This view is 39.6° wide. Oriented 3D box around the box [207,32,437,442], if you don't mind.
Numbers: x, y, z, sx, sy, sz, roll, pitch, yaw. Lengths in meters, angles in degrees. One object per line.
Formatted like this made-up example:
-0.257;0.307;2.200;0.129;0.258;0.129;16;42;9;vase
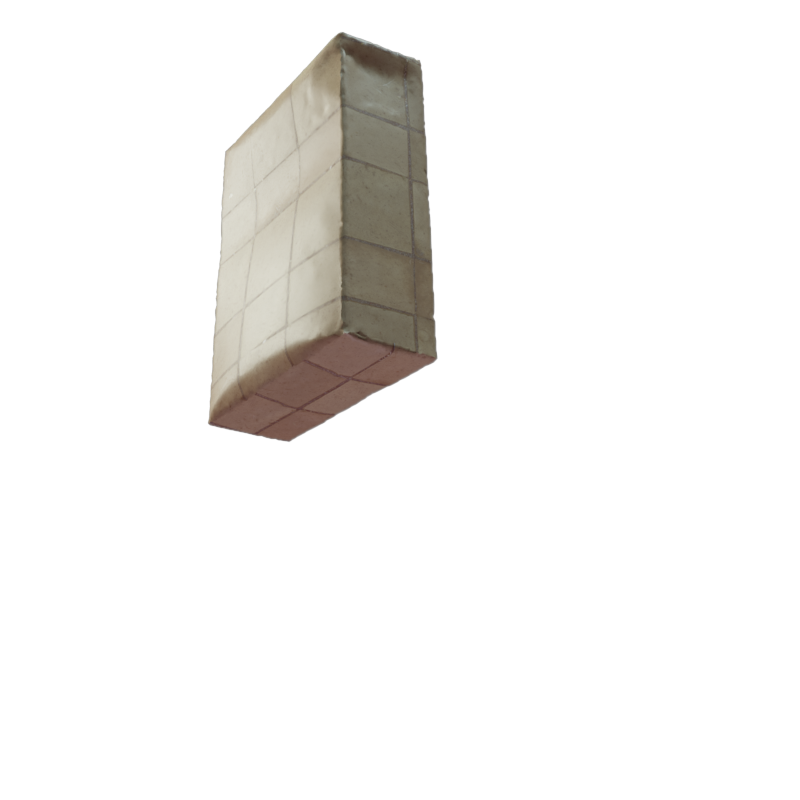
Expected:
-0.056;-0.102;0.711;0.068;0.227;0.163;16;-31;-32;box
